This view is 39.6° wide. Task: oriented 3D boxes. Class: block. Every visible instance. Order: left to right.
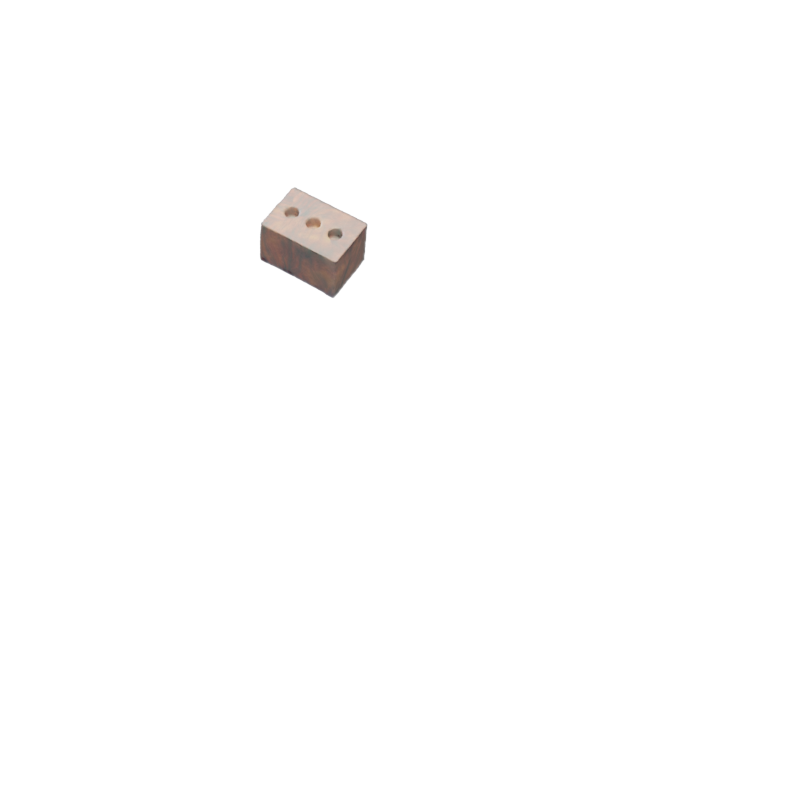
[{"bbox_3d":[-0.074,-0.135,0.947,0.081,0.054,0.048,28,-32,18],"label":"block"}]
